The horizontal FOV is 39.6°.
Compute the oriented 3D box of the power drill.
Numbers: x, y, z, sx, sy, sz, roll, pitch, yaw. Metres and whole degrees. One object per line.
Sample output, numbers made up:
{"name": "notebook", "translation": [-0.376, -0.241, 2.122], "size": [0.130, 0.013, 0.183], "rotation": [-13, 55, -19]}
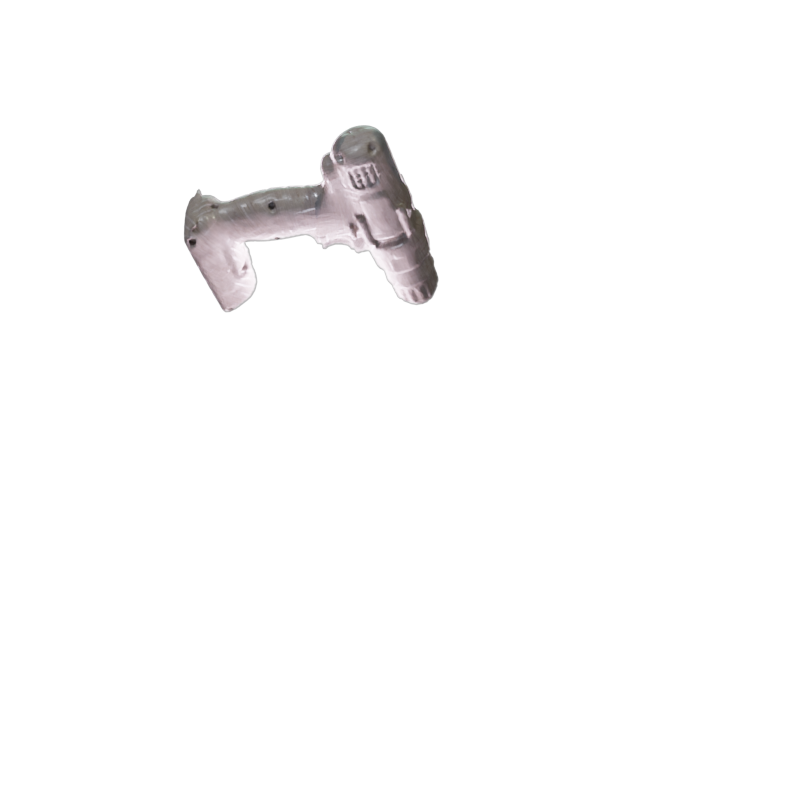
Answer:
{"name": "power drill", "translation": [-0.073, -0.133, 0.931], "size": [0.189, 0.170, 0.062], "rotation": [-14, 41, 12]}
